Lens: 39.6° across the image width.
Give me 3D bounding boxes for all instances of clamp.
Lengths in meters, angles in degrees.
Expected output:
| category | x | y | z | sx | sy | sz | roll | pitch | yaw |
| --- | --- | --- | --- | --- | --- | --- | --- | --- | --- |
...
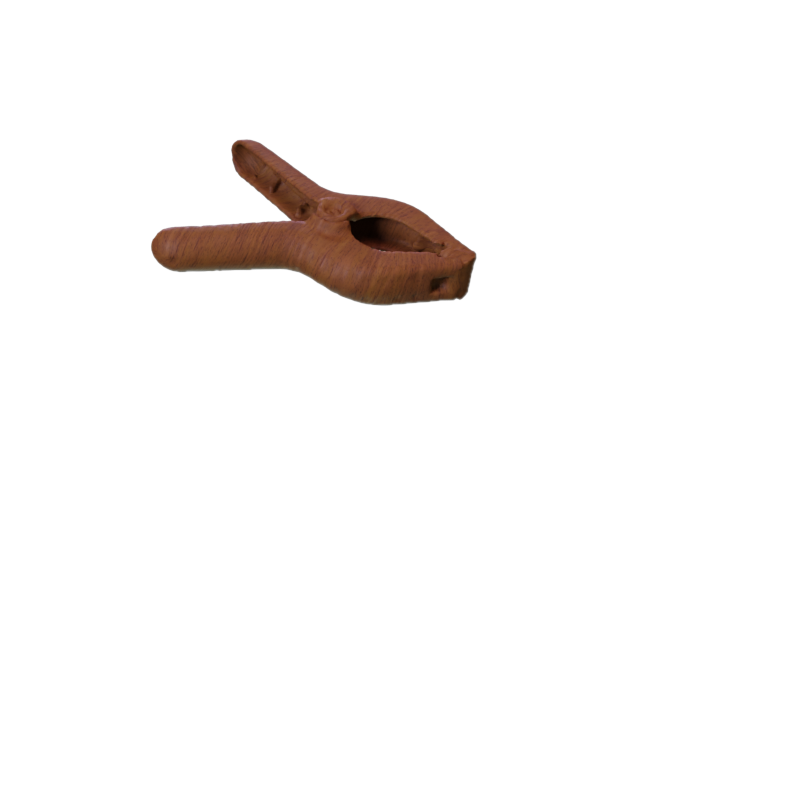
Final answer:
| category | x | y | z | sx | sy | sz | roll | pitch | yaw |
| --- | --- | --- | --- | --- | --- | --- | --- | --- | --- |
| clamp | -0.048 | -0.088 | 0.613 | 0.179 | 0.036 | 0.124 | 21 | 49 | 19 |
